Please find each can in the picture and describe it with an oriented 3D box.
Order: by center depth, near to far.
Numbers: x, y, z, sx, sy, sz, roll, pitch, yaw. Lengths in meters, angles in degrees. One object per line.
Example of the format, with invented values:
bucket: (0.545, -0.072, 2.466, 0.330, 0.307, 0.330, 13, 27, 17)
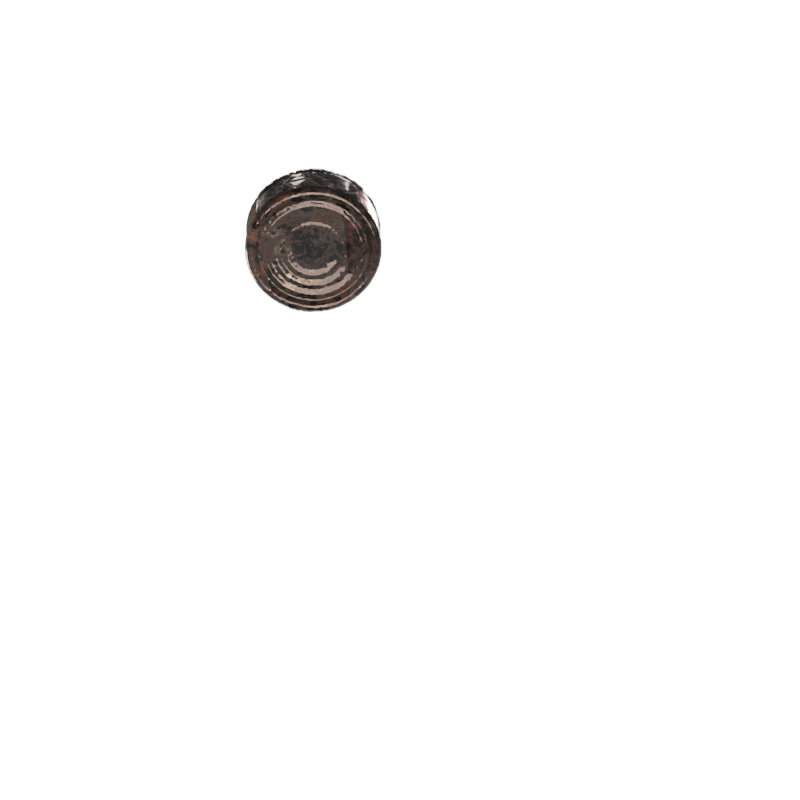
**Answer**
can: (-0.054, -0.099, 0.694, 0.086, 0.081, 0.035, 1, 26, -1)
